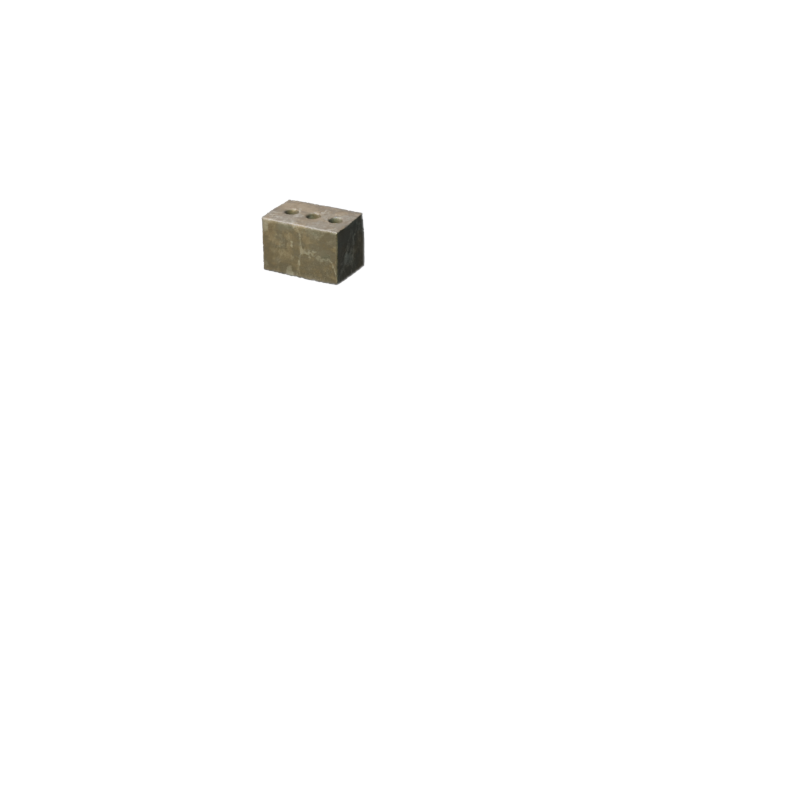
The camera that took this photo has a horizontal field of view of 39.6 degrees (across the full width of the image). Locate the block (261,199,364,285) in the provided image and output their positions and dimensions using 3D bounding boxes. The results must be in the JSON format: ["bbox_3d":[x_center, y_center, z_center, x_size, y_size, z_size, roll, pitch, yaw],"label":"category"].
[{"bbox_3d":[-0.077,-0.140,0.982,0.081,0.049,0.053,13,29,23],"label":"block"}]
